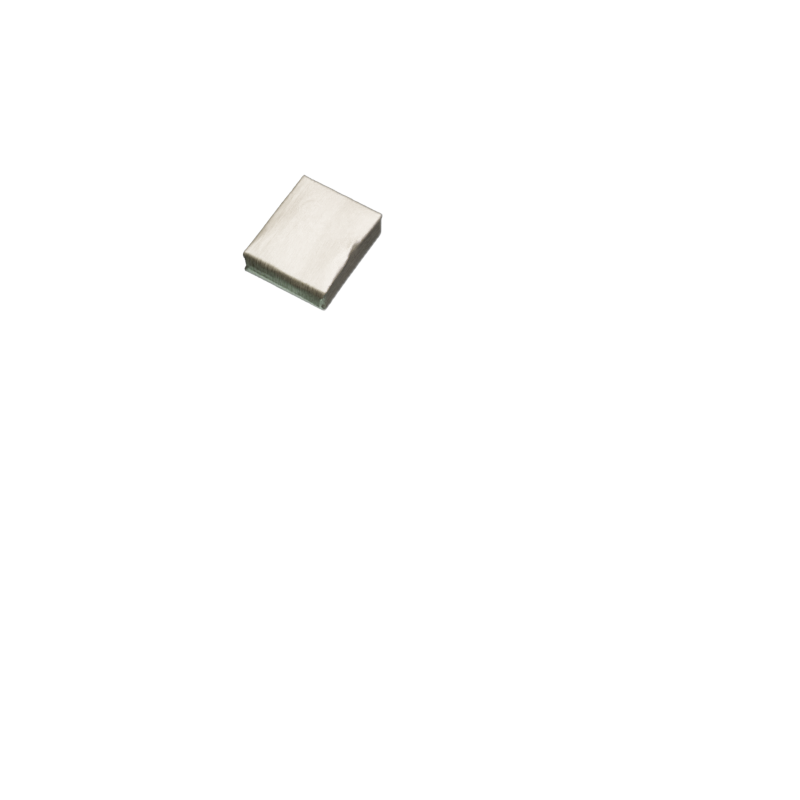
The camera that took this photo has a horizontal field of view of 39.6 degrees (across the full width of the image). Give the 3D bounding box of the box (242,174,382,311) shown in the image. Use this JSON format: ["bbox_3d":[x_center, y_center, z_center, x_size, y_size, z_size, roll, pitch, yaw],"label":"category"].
[{"bbox_3d":[-0.067,-0.121,0.850,0.076,0.092,0.028,27,-28,15],"label":"box"}]
